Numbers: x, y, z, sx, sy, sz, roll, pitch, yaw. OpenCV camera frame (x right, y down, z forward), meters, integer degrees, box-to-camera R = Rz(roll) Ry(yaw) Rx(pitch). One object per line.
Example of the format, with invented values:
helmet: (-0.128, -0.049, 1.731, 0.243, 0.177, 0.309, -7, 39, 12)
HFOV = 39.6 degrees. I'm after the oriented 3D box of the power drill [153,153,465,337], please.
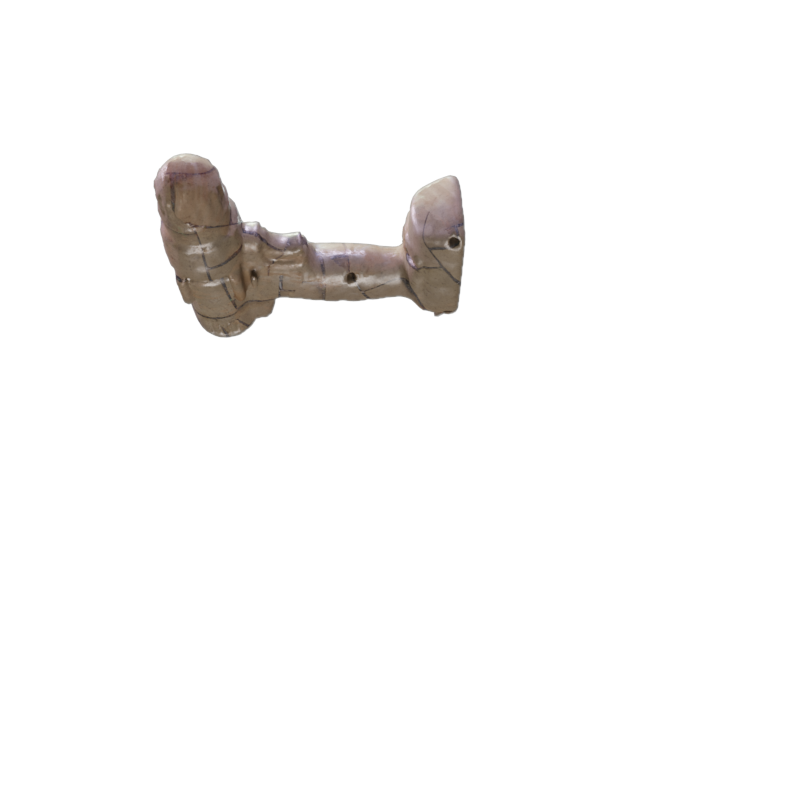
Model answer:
power drill: (-0.055, -0.101, 0.704, 0.188, 0.061, 0.173, -1, -23, 2)
